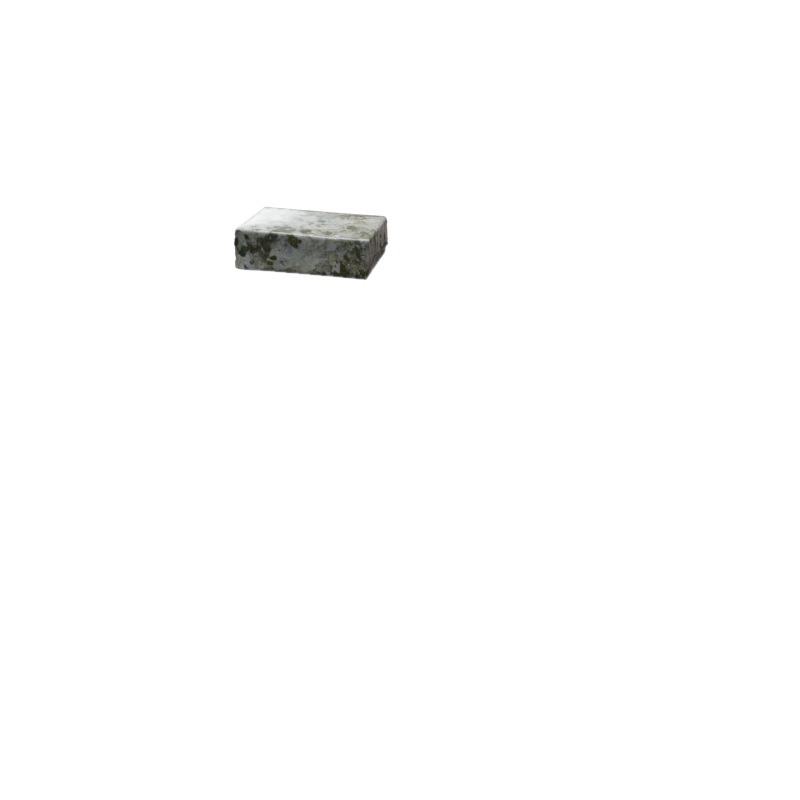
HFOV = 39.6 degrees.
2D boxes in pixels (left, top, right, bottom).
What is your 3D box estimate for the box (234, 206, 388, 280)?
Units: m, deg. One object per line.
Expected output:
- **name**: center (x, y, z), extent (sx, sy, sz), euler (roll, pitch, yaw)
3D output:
- **box**: center (-0.072, -0.132, 0.925), extent (0.115, 0.037, 0.092), euler (4, 19, 10)
